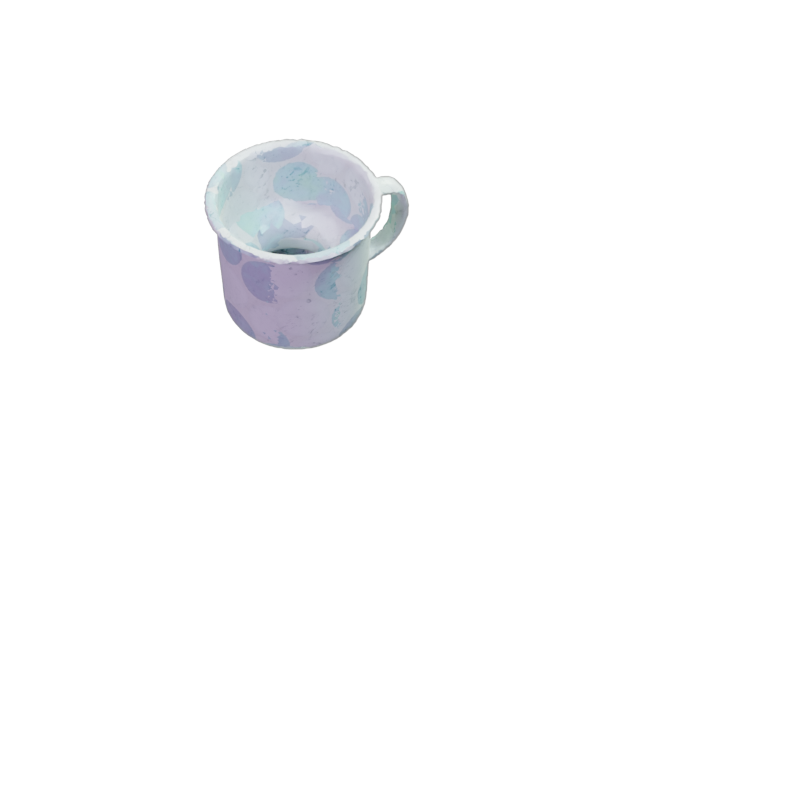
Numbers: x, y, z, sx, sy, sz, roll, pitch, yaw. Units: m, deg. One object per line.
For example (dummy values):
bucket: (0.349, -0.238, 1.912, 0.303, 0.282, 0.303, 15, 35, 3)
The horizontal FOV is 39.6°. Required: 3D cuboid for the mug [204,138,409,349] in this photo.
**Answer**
mug: (-0.048, -0.087, 0.610, 0.116, 0.100, 0.076, -25, -35, -21)
